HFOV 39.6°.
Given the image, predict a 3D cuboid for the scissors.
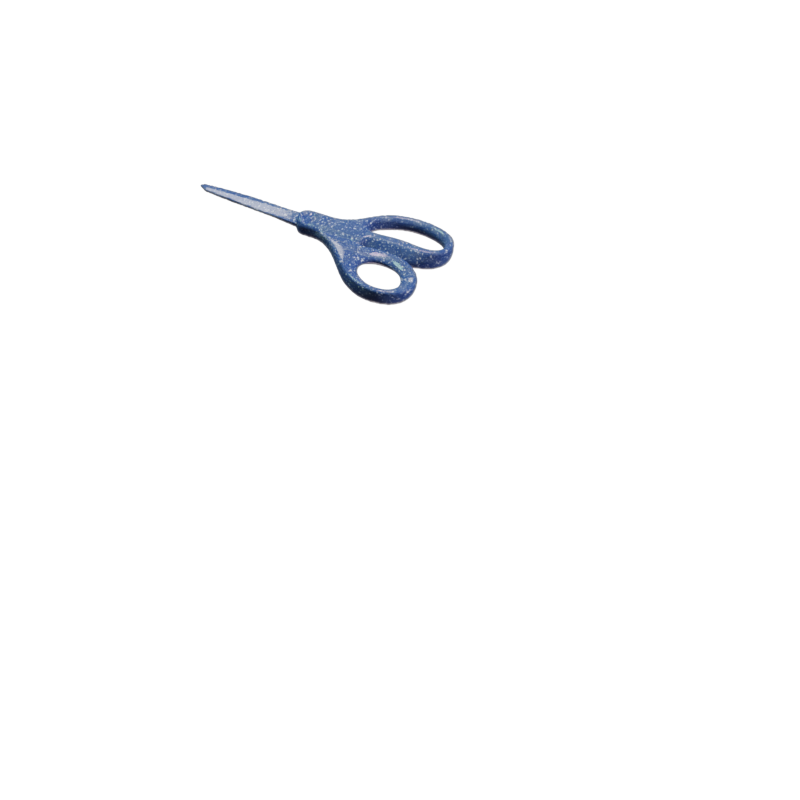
[{"bbox_3d":[-0.063,-0.116,0.810,0.205,0.015,0.101,10,45,10],"label":"scissors"}]
